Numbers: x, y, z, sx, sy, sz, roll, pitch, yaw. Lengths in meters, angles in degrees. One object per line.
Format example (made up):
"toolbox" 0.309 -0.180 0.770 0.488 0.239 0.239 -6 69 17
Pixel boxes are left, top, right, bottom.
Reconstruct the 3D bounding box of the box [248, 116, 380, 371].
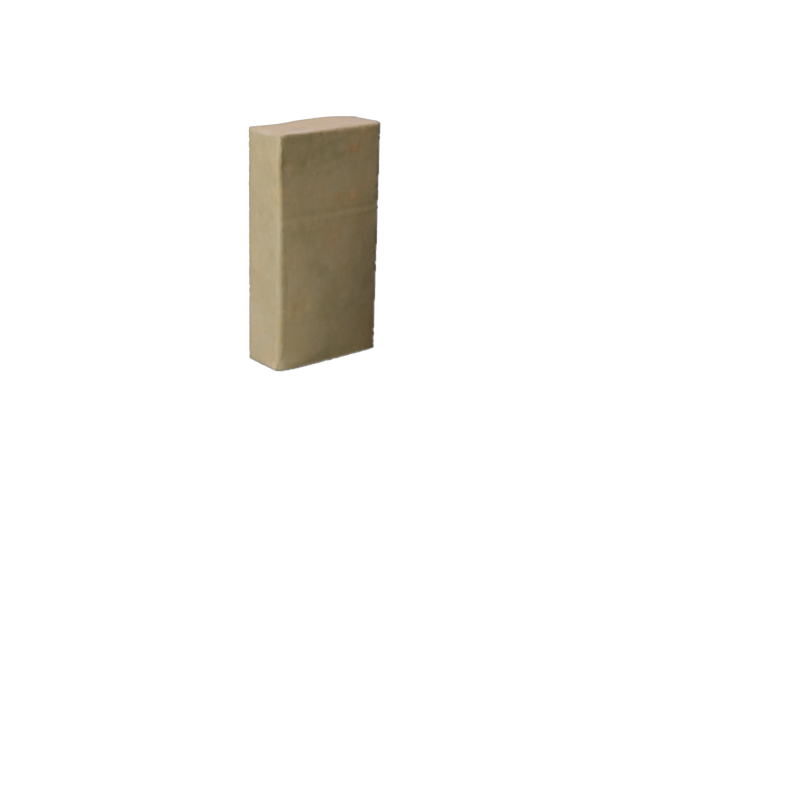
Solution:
"box" -0.063 -0.116 0.809 0.091 0.170 0.051 -12 20 -38
